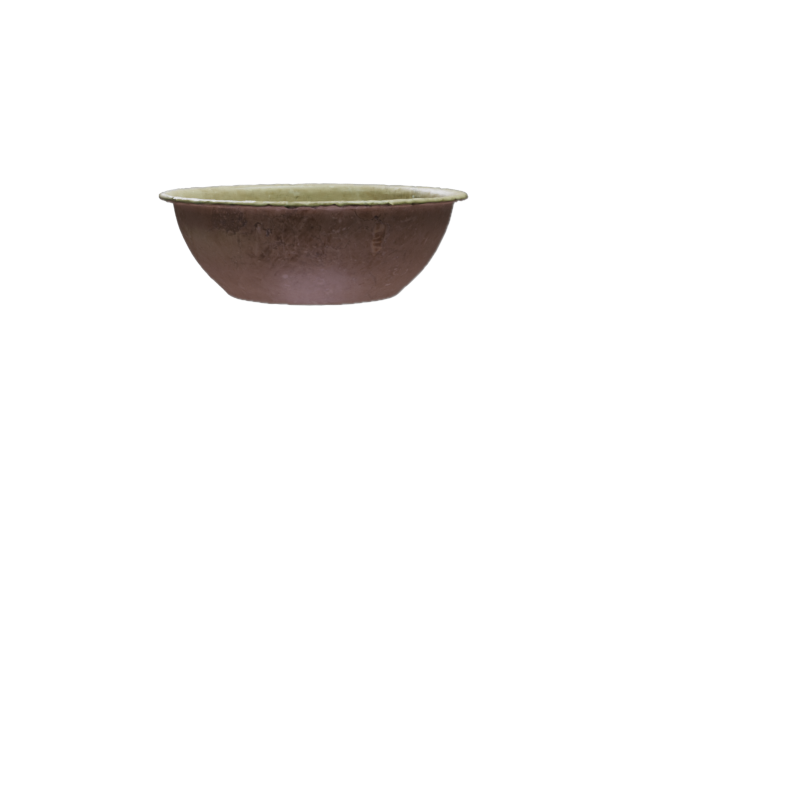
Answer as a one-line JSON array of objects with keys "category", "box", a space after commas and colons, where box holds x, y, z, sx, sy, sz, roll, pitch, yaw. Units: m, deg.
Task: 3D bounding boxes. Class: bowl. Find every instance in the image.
[{"category": "bowl", "box": [-0.046, -0.084, 0.586, 0.162, 0.054, 0.166, 0, 13, -2]}]
